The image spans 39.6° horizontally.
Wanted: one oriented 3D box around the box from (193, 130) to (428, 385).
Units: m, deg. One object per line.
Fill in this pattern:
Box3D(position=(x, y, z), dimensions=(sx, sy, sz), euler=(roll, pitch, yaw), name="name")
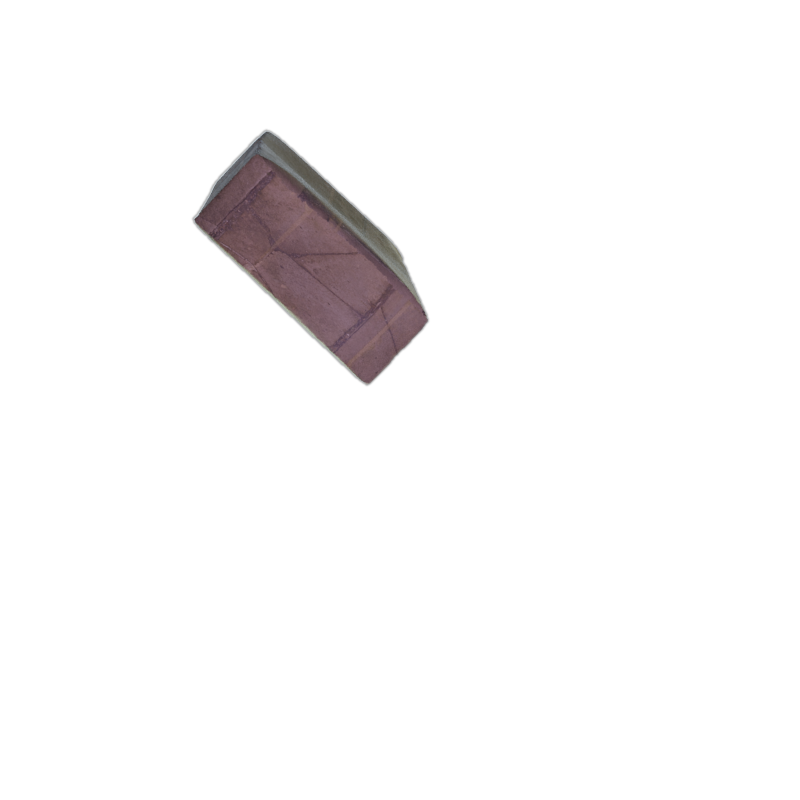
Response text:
Box3D(position=(-0.065, -0.118, 0.829), dimensions=(0.160, 0.071, 0.221), euler=(42, 10, -13), name="box")
